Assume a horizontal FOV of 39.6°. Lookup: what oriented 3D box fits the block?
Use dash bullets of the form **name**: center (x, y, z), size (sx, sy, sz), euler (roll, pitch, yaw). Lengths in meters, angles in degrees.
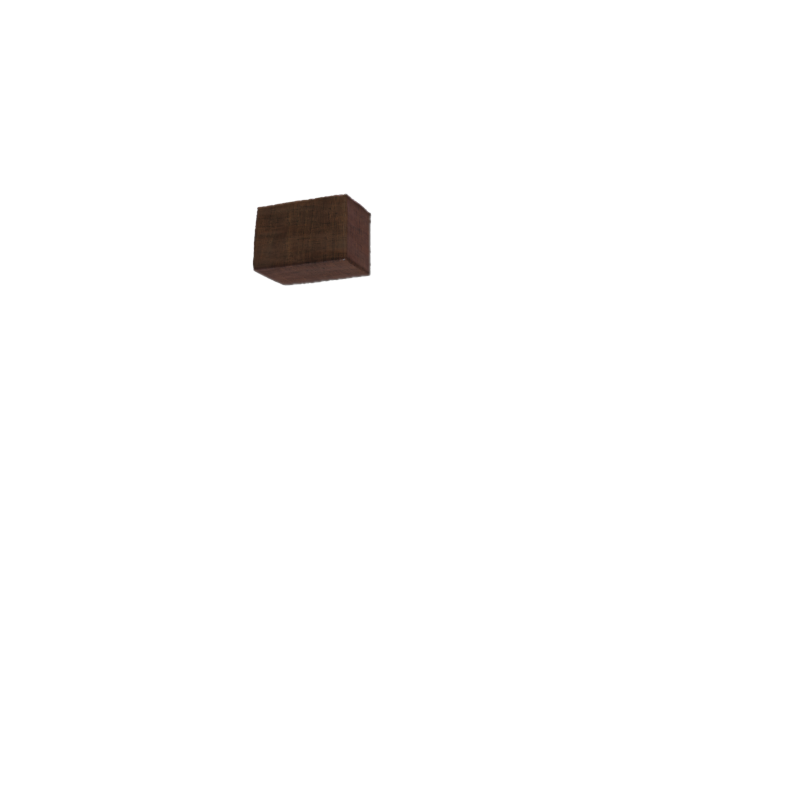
- **block**: center (-0.067, -0.121, 0.850), size (0.080, 0.053, 0.050), euler (-5, -14, 22)
